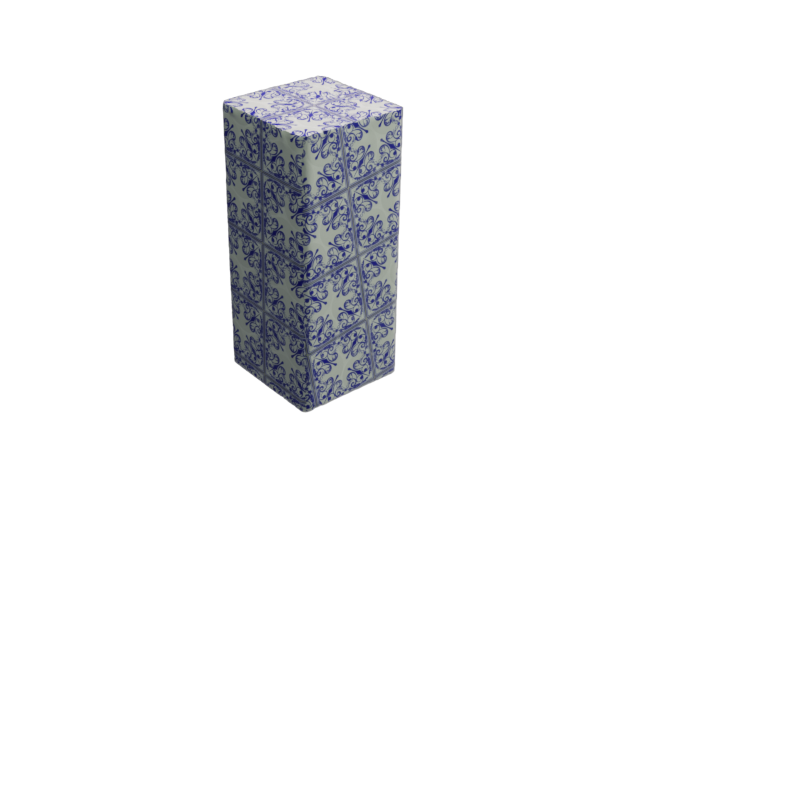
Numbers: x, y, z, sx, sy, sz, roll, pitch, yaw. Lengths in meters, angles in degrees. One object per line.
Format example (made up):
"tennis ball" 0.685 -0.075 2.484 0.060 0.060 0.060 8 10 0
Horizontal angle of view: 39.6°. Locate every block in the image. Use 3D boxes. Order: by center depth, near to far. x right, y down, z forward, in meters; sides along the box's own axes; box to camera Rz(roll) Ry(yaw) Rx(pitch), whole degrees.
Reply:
"block" -0.062 -0.111 0.780 0.089 0.194 0.097 -22 37 -35
